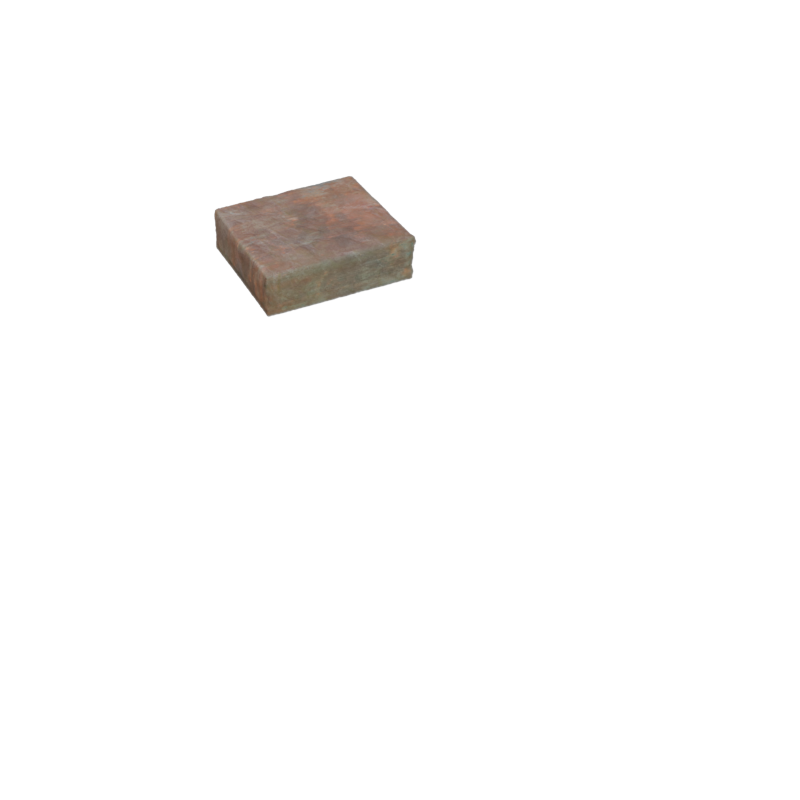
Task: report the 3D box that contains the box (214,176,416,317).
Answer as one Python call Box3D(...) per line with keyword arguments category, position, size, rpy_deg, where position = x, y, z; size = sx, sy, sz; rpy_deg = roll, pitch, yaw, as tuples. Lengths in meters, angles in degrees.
Box3D(category="box", position=(-0.047, -0.086, 0.605), size=(0.088, 0.028, 0.079), rpy_deg=(-18, 42, -21))
